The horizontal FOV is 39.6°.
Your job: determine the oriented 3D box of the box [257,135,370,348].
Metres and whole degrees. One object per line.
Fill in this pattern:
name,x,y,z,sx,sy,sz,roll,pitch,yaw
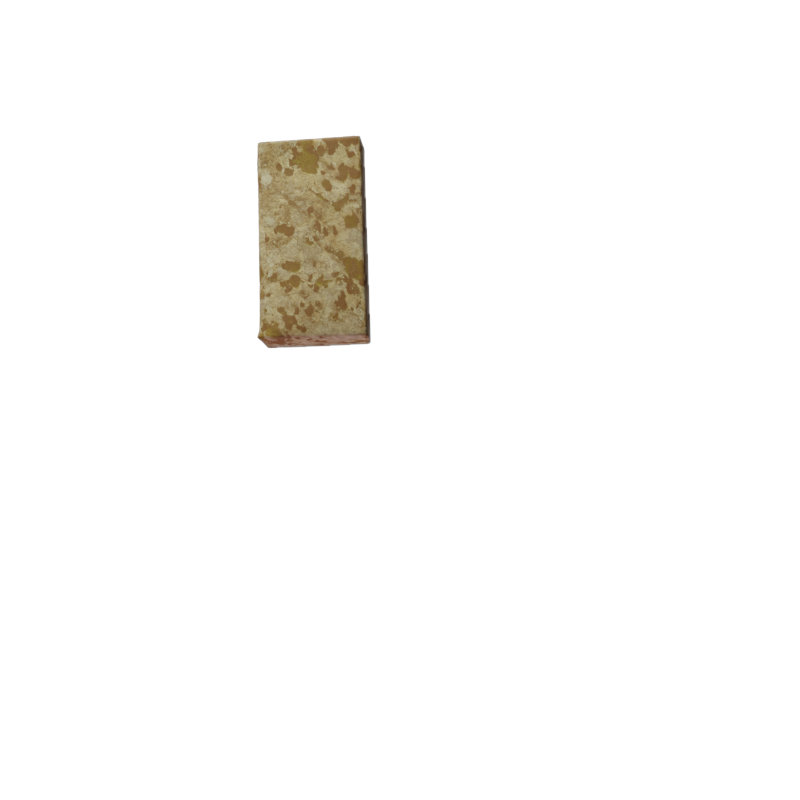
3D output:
box,-0.074,-0.136,0.953,0.094,0.183,0.046,-3,-16,7
